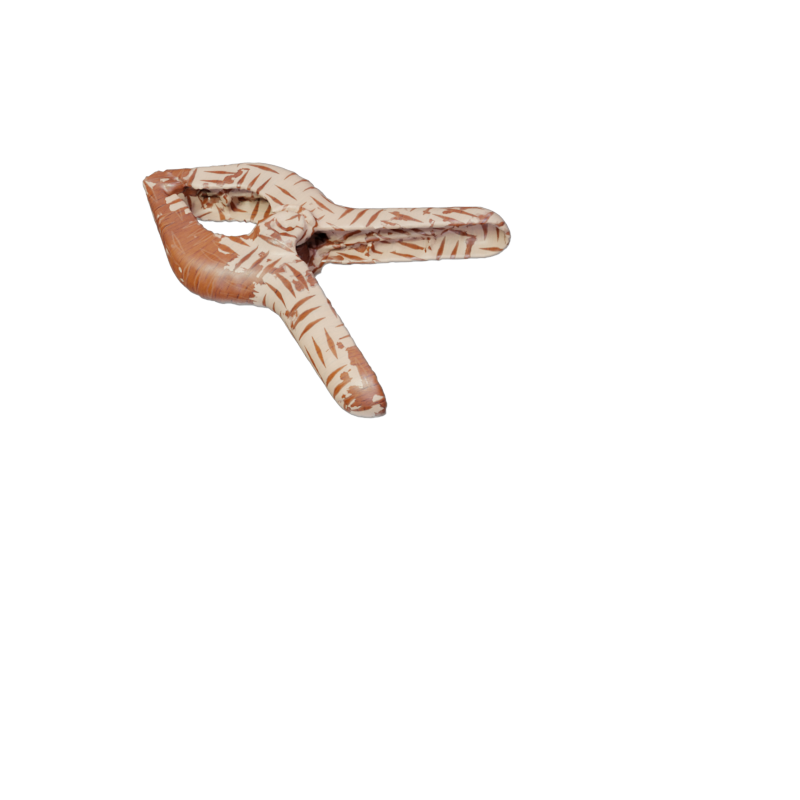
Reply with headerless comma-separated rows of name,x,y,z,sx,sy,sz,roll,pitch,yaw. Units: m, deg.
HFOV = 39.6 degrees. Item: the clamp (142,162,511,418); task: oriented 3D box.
clamp,-0.040,-0.072,0.506,0.182,0.036,0.121,33,55,27
